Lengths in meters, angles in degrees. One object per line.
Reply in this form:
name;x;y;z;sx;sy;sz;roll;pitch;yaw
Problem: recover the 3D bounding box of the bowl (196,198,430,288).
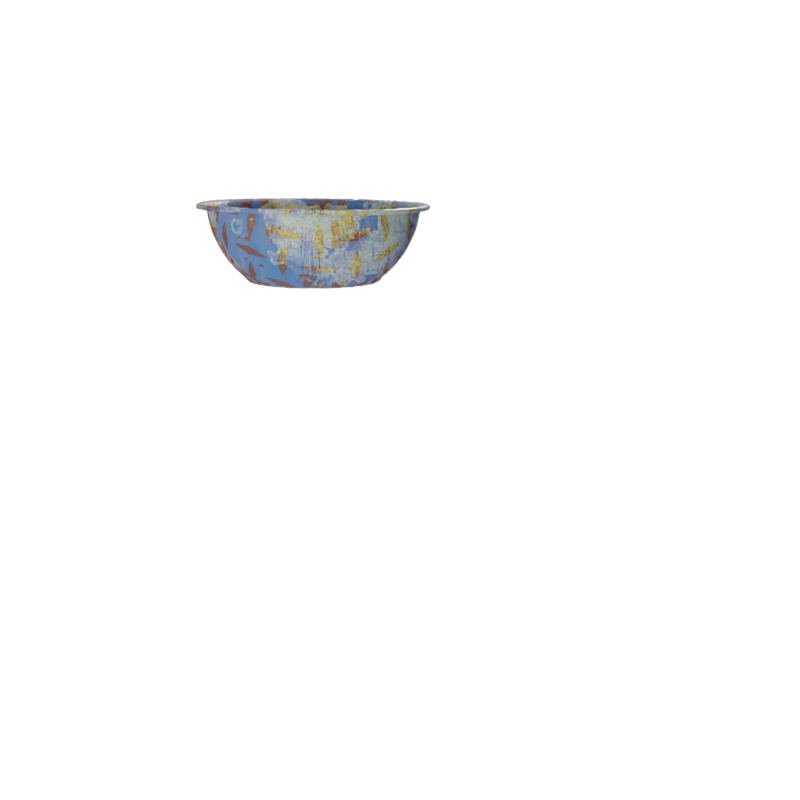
bowl;-0.060;-0.110;0.768;0.162;0.054;0.166;0;12;-2
